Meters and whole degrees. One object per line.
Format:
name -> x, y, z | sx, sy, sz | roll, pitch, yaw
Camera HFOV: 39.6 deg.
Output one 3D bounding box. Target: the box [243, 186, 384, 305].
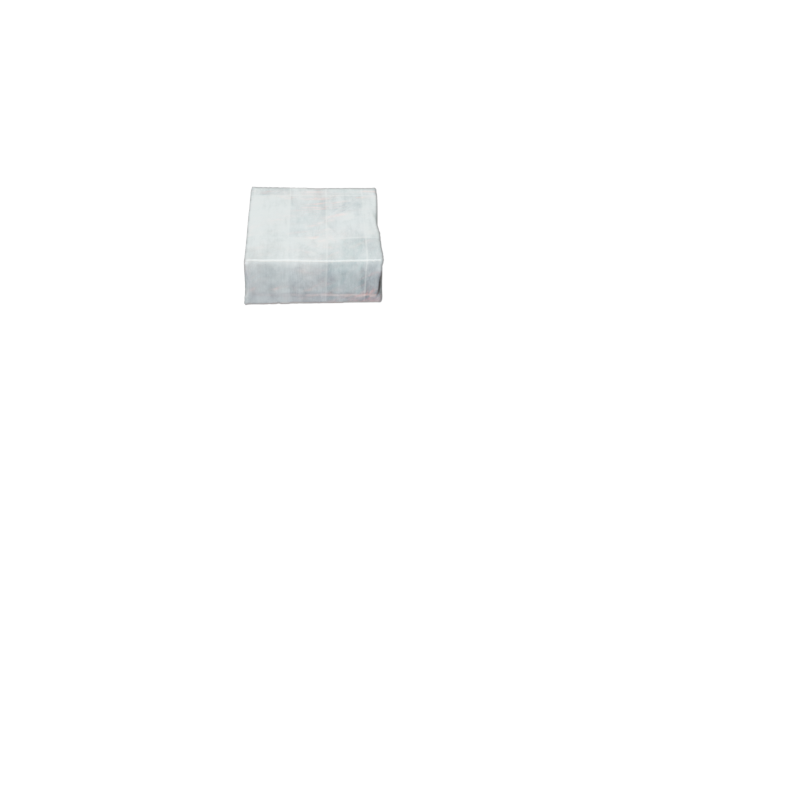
box -> -0.048, -0.087, 0.609 | 0.073, 0.028, 0.095 | -1, 34, -2
